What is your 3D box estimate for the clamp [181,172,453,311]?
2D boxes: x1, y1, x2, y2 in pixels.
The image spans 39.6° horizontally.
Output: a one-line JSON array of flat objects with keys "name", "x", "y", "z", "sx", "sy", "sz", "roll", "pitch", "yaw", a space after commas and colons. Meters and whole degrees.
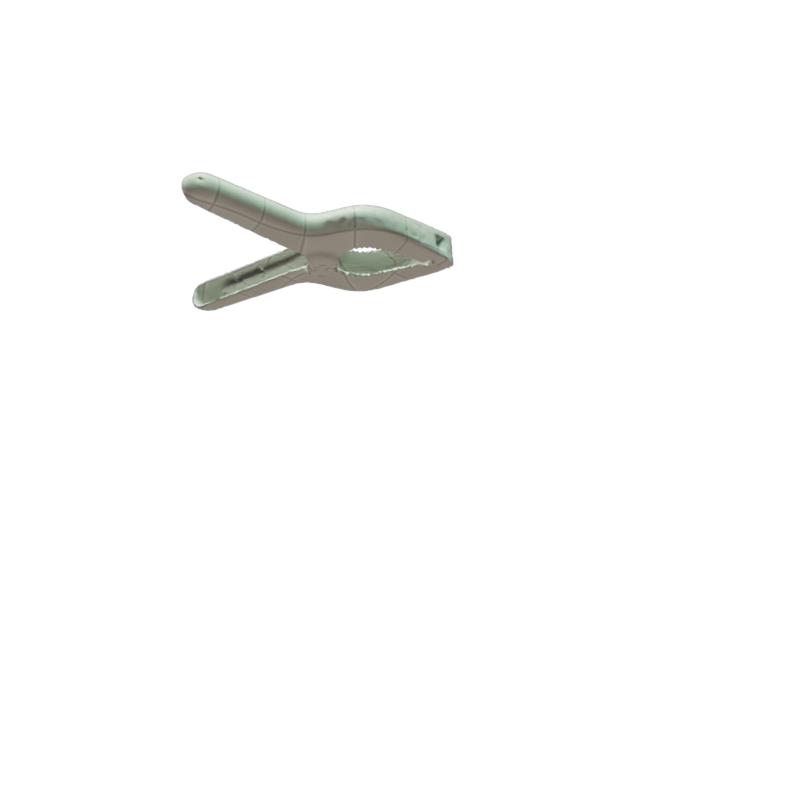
[{"name": "clamp", "x": -0.066, "y": -0.120, "z": 0.837, "sx": 0.211, "sy": 0.039, "sz": 0.154, "roll": -1, "pitch": -28, "yaw": 3}]
